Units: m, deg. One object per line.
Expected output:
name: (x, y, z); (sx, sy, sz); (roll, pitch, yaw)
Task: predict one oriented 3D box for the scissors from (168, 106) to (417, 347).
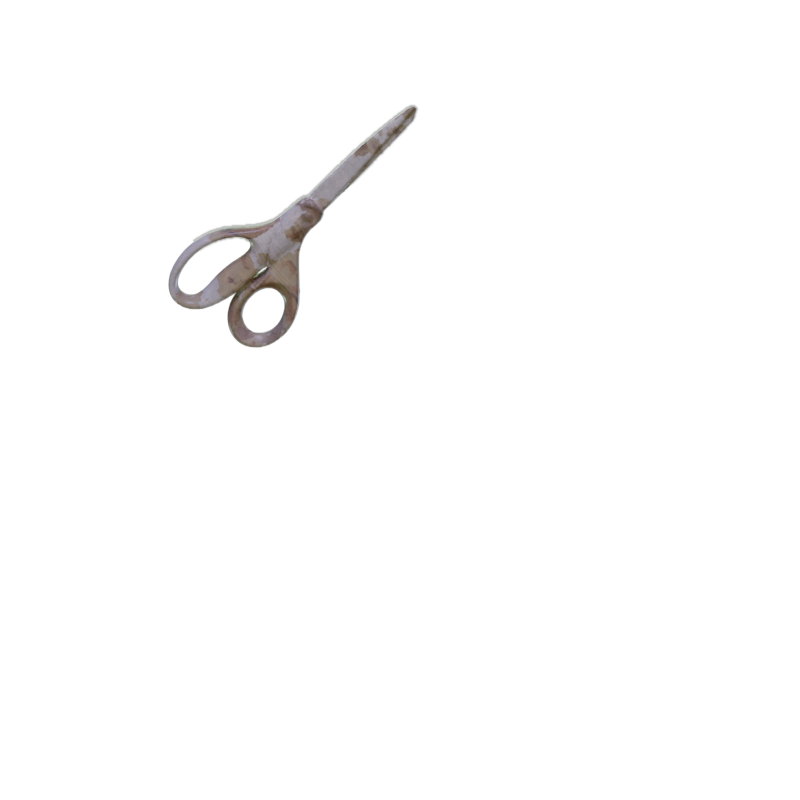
scissors: (-0.057, -0.104, 0.726); (0.202, 0.091, 0.017); (-27, 20, 10)
